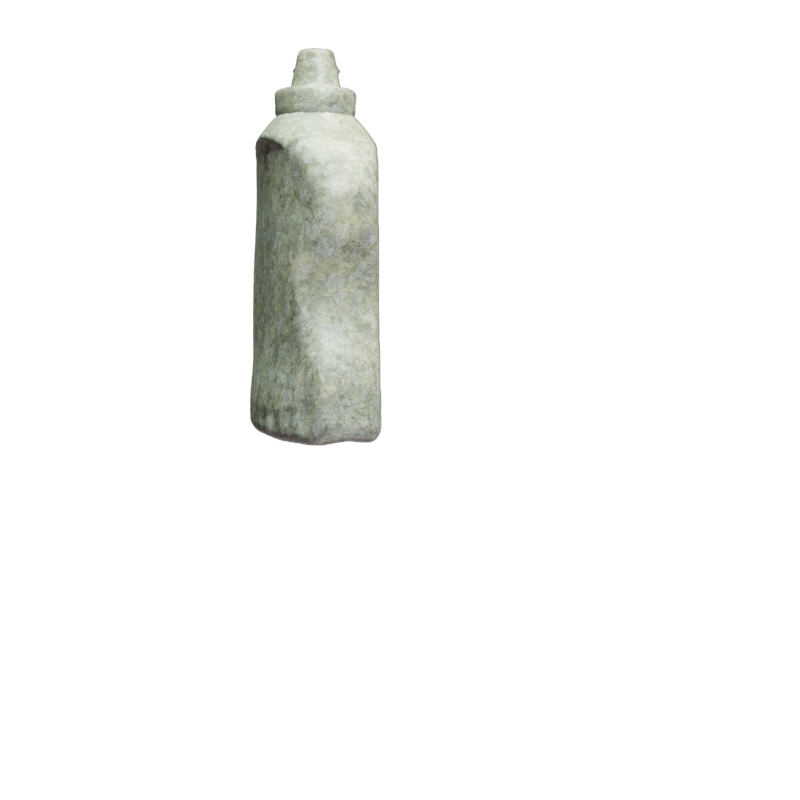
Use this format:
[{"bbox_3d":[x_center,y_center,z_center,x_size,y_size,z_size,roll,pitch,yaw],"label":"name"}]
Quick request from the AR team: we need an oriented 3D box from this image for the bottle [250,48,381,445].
[{"bbox_3d":[-0.043,-0.079,0.555,0.057,0.192,0.099,0,0,-22],"label":"bottle"}]
